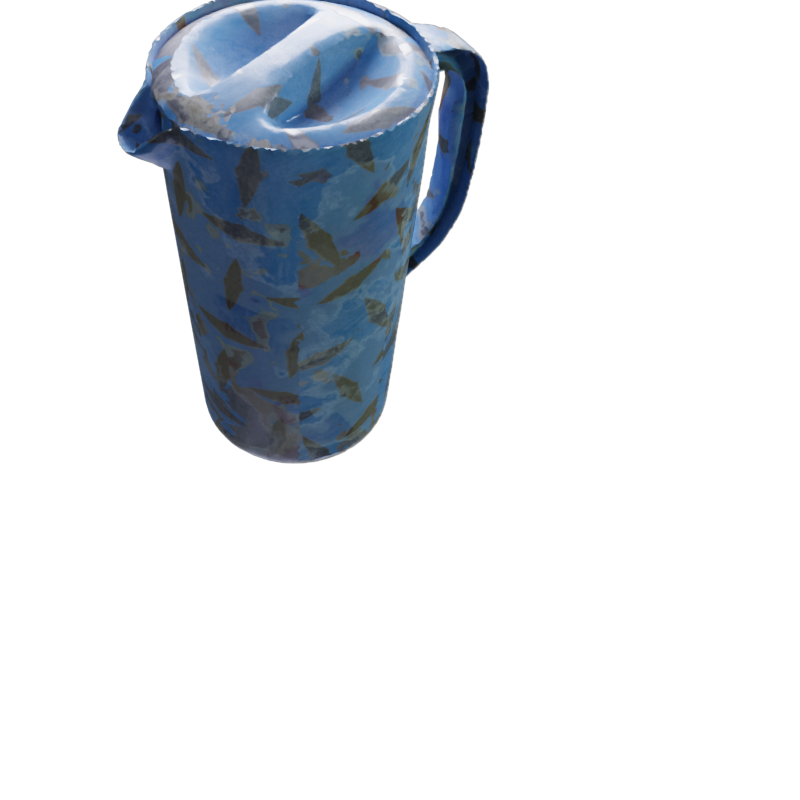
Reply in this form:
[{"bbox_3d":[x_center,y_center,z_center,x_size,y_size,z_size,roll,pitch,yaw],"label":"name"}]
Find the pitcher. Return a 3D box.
[{"bbox_3d":[-0.045,-0.083,0.580,0.152,0.153,0.226,13,-43,9],"label":"pitcher"}]
